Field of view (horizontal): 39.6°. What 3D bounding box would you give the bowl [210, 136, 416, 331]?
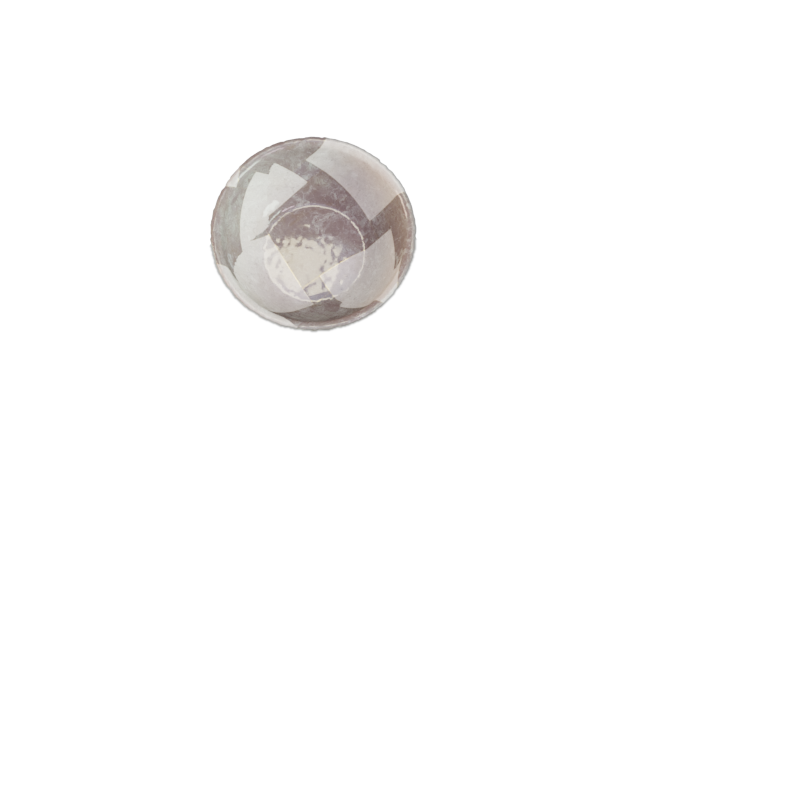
[{"bbox_3d":[-0.070,-0.127,0.892,0.162,0.169,0.053,-1,-18,-1],"label":"bowl"}]
